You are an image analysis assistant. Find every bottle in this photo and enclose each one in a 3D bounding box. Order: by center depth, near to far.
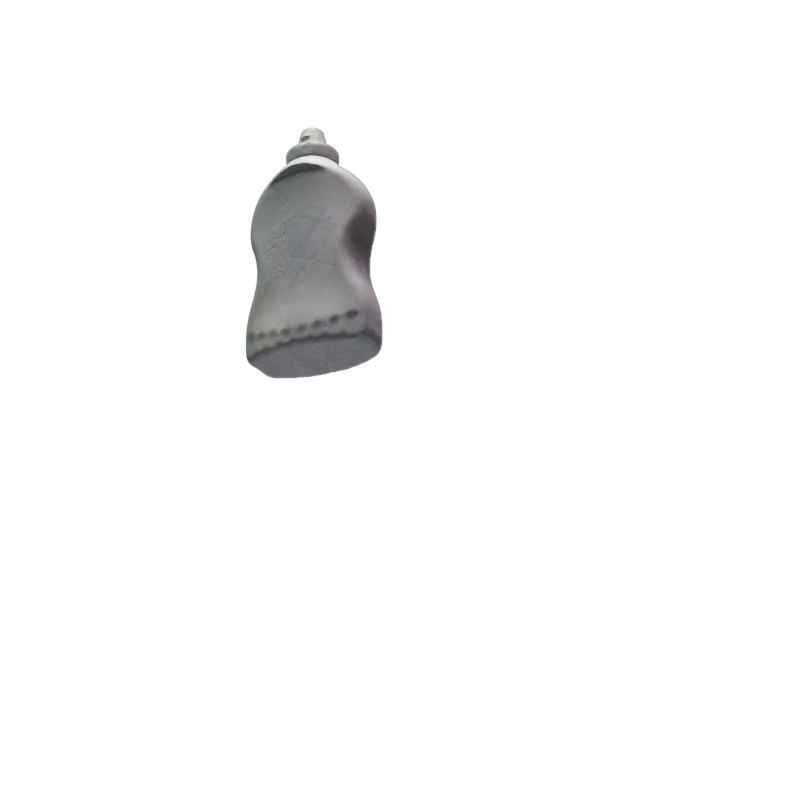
[{"bbox_3d":[-0.064,-0.116,0.814,0.097,0.203,0.054,-15,-30,24],"label":"bottle"}]
